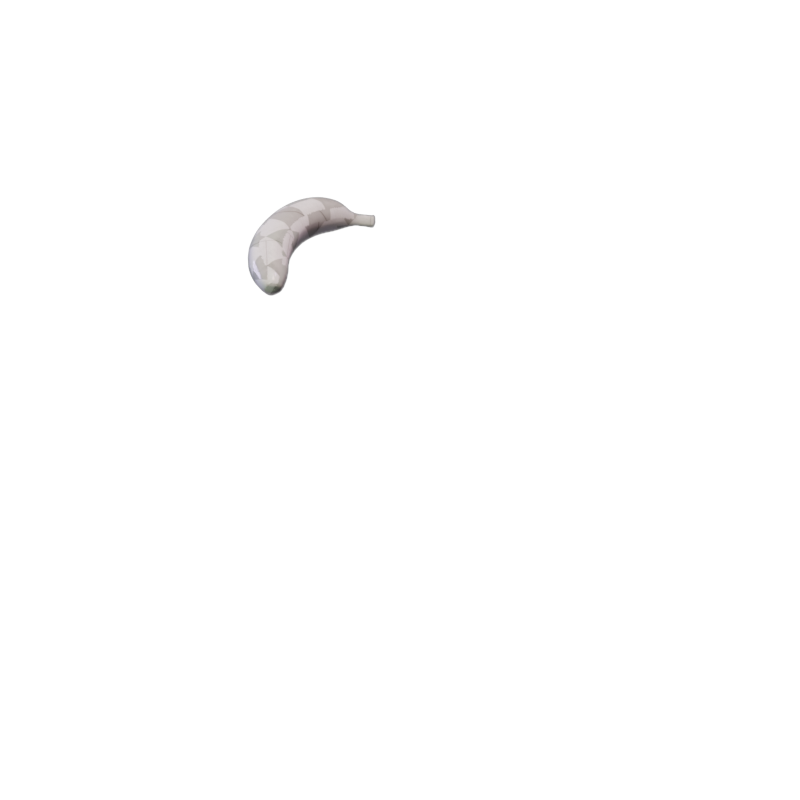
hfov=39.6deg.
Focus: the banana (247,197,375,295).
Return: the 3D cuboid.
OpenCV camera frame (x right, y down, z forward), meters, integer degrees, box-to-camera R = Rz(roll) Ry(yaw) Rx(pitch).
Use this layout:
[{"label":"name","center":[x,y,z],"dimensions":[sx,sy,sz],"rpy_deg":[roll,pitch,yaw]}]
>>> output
[{"label":"banana","center":[-0.092,-0.145,0.984],"dimensions":[0.072,0.035,0.201],"rpy_deg":[12,31,21]}]
